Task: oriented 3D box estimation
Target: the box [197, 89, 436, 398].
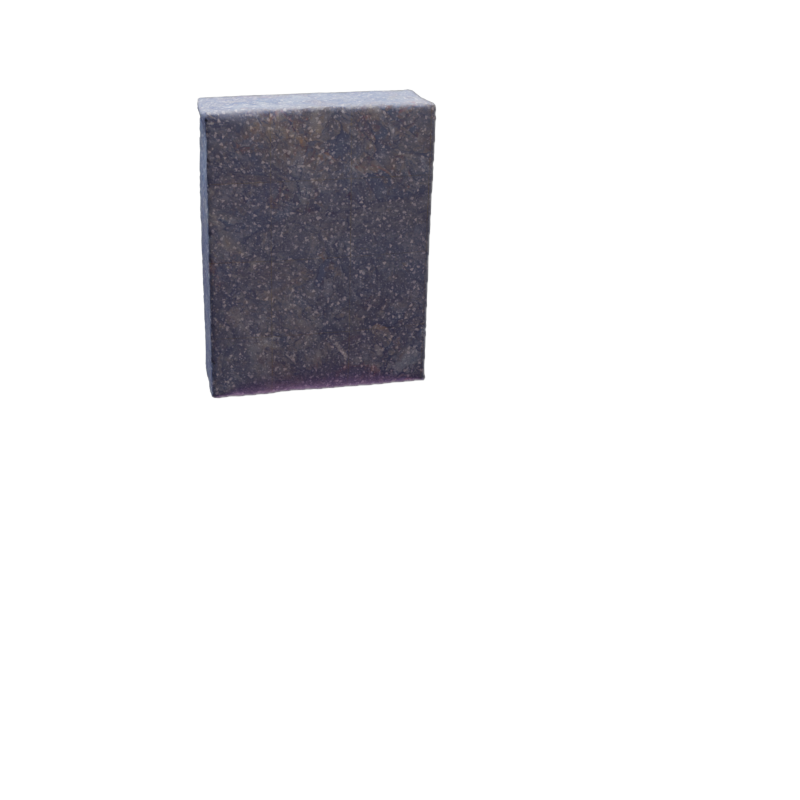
[{"bbox_3d":[-0.064,-0.116,0.816,0.162,0.205,0.076,-4,20,-12],"label":"box"}]
